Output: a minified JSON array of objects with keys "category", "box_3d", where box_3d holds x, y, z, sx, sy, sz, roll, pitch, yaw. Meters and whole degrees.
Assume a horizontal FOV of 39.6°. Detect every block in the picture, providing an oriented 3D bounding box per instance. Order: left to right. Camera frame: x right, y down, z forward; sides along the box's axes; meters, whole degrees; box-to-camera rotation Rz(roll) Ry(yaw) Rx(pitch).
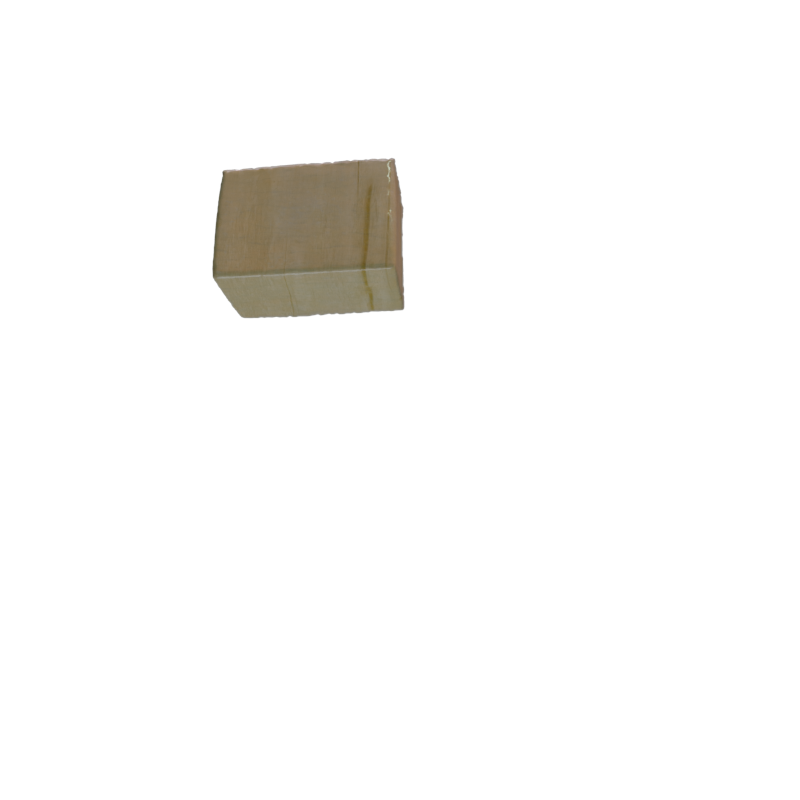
[{"category":"block","box_3d":[-0.038,-0.070,0.488,0.079,0.054,0.050,-3,-20,6]}]
